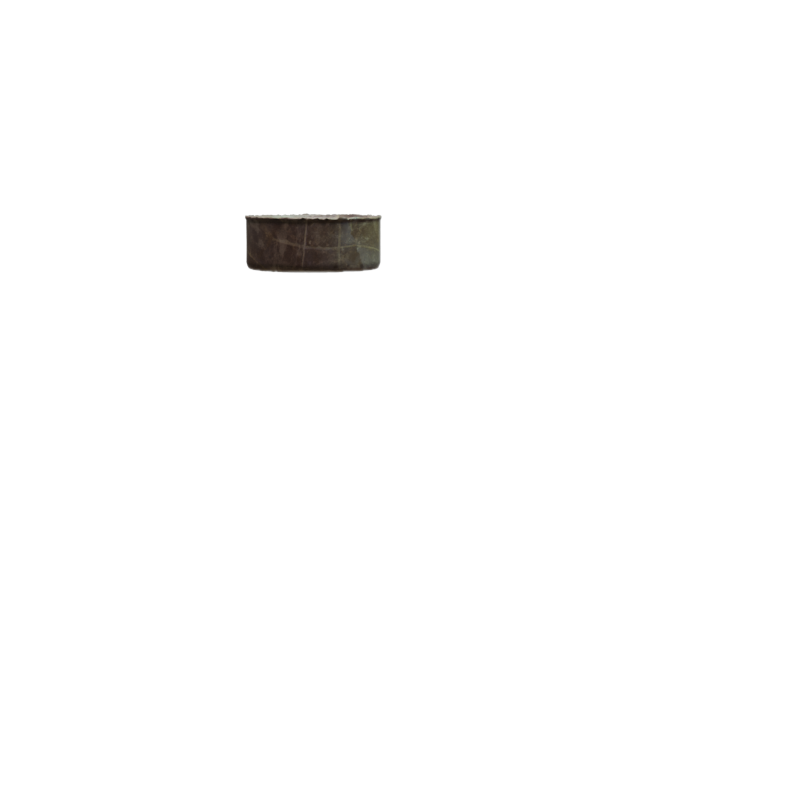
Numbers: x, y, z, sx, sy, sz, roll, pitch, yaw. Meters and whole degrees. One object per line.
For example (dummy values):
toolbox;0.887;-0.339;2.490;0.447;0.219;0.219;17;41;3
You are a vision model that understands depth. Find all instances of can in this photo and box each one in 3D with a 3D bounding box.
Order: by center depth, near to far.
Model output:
can;-0.054;-0.099;0.696;0.086;0.033;0.087;0;10;-2
